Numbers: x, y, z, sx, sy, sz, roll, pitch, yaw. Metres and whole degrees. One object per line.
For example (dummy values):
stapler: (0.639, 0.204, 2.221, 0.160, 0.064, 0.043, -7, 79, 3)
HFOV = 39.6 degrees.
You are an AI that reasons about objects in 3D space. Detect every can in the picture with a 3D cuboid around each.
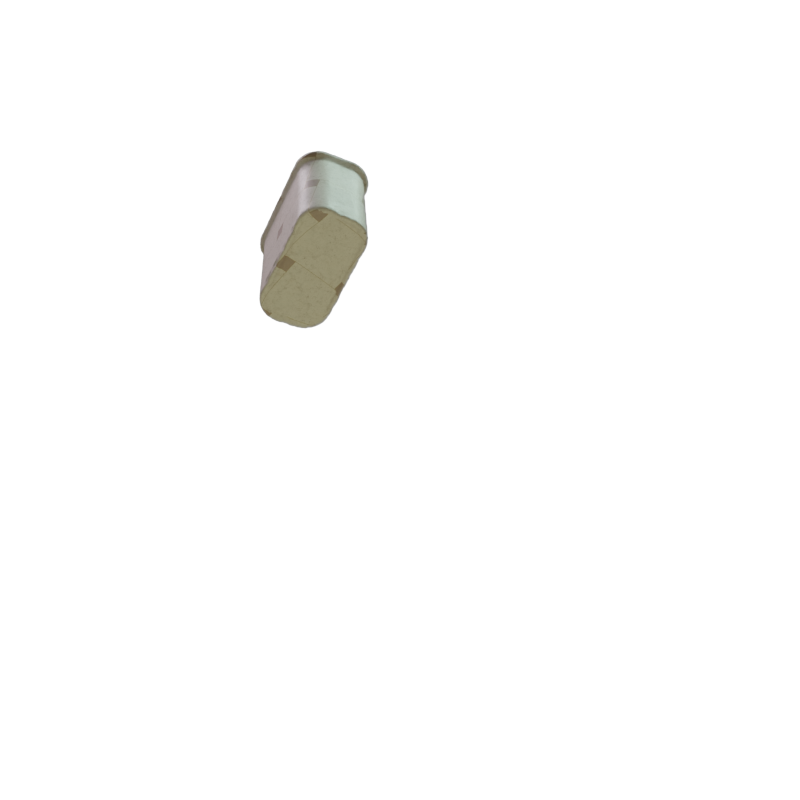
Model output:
can: (-0.062, -0.113, 0.794, 0.056, 0.098, 0.089, 20, 31, -16)
